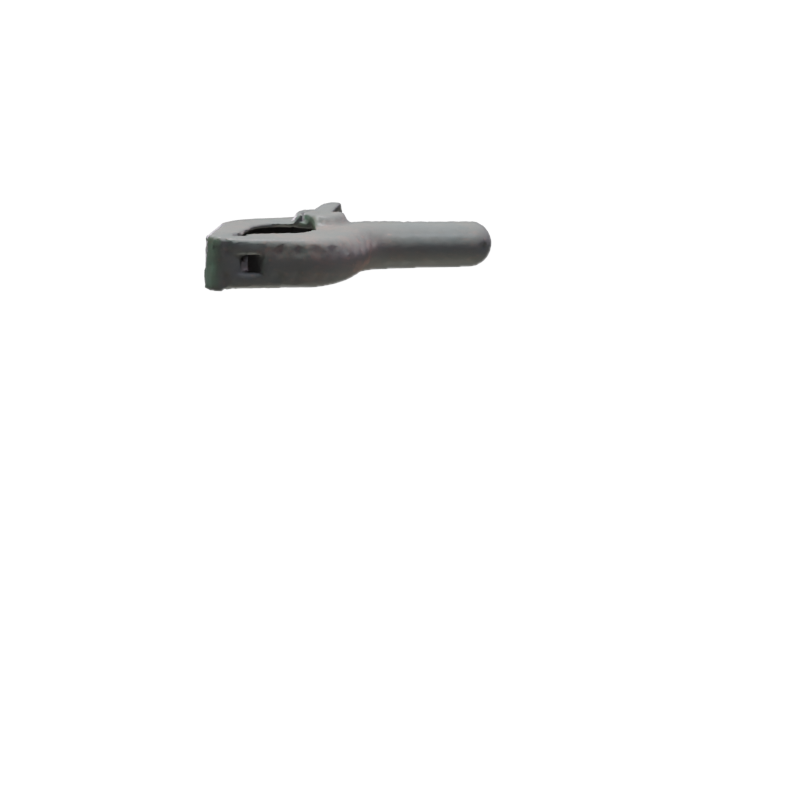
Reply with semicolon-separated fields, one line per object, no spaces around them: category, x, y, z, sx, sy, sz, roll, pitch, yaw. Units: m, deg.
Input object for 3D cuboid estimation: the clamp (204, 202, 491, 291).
clamp;-0.047;-0.086;0.603;0.166;0.039;0.126;-10;15;-42
